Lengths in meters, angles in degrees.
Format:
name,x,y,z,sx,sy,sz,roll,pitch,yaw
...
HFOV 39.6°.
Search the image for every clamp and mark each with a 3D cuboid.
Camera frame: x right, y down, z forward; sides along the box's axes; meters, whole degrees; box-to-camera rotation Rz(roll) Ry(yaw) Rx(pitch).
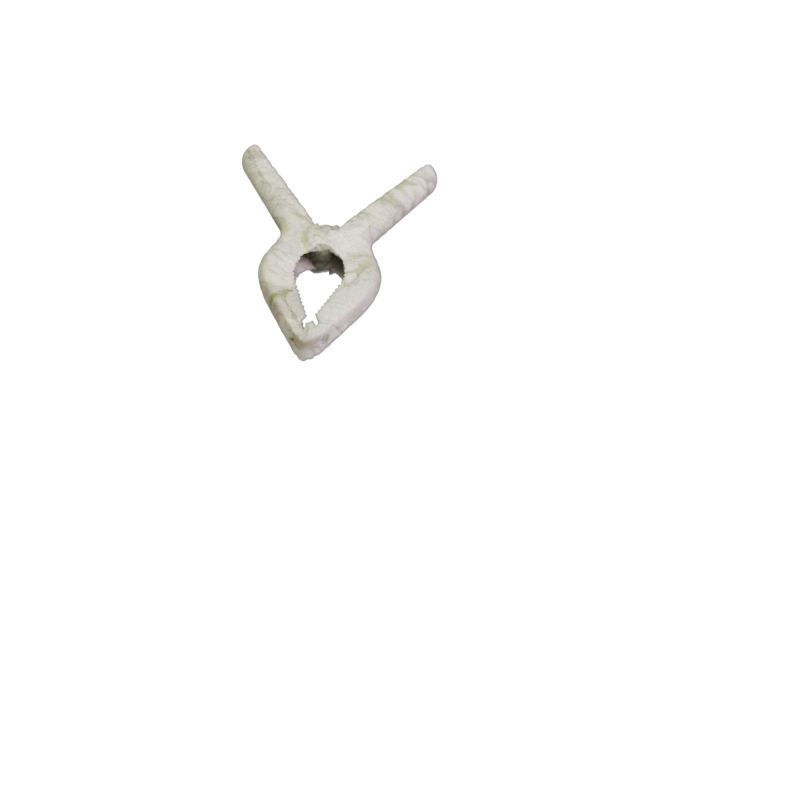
name,x,y,z,sx,sy,sz,roll,pitch,yaw
clamp,-0.069,-0.126,0.881,0.167,0.222,0.034,10,-38,8
